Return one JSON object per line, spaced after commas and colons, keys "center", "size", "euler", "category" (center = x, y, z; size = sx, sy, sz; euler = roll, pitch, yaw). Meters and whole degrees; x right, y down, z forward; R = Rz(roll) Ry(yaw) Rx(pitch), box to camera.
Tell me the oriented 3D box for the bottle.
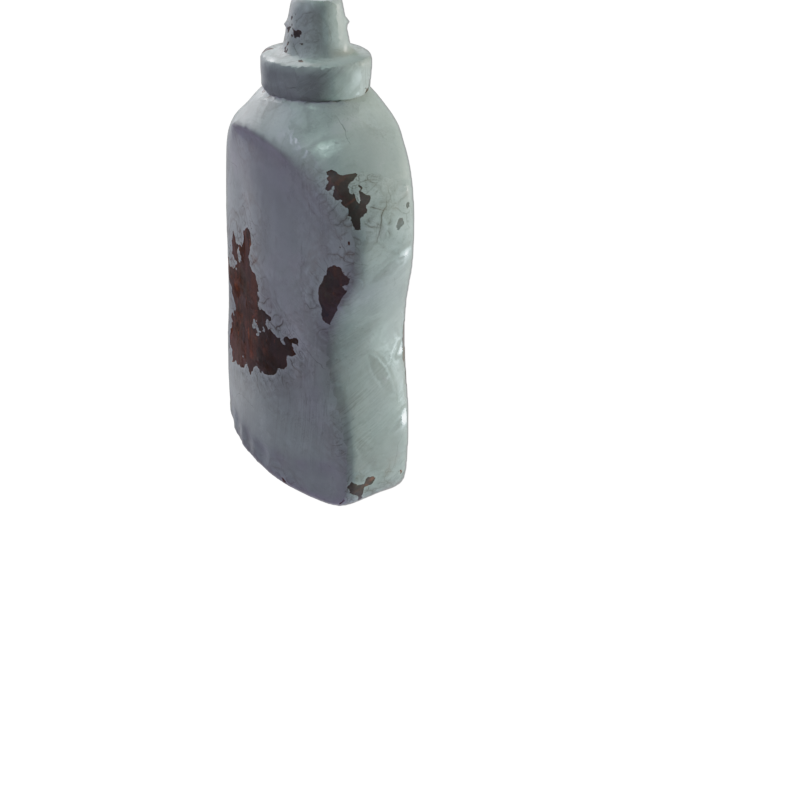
{"center": [-0.034, -0.062, 0.434], "size": [0.057, 0.181, 0.103], "euler": [-14, 31, -29], "category": "bottle"}
